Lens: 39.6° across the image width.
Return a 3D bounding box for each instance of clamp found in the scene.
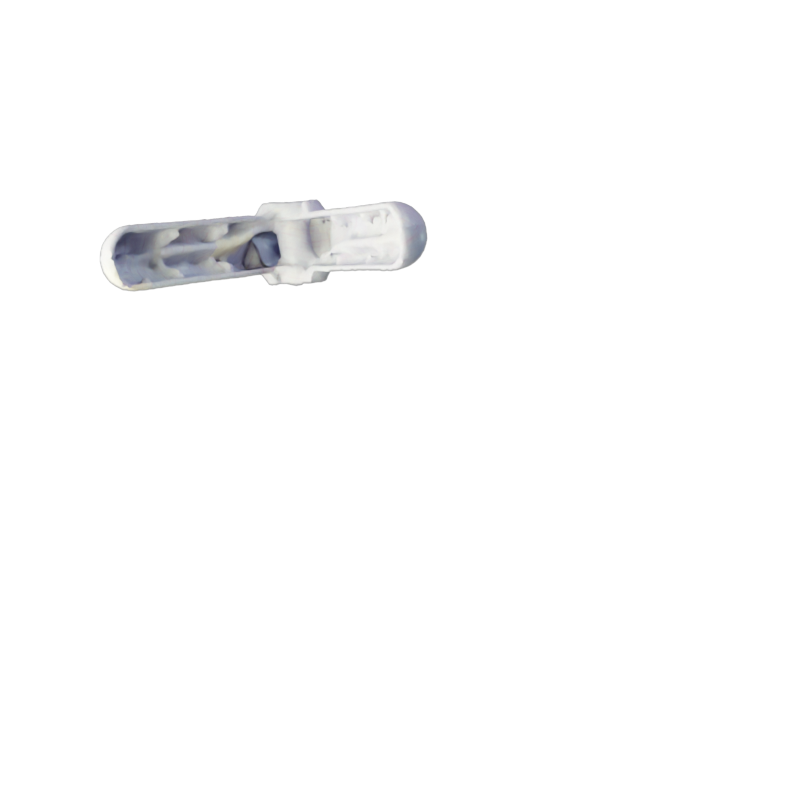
[{"bbox_3d":[-0.037,-0.067,0.468,0.123,0.038,0.171,3,12,14],"label":"clamp"}]
